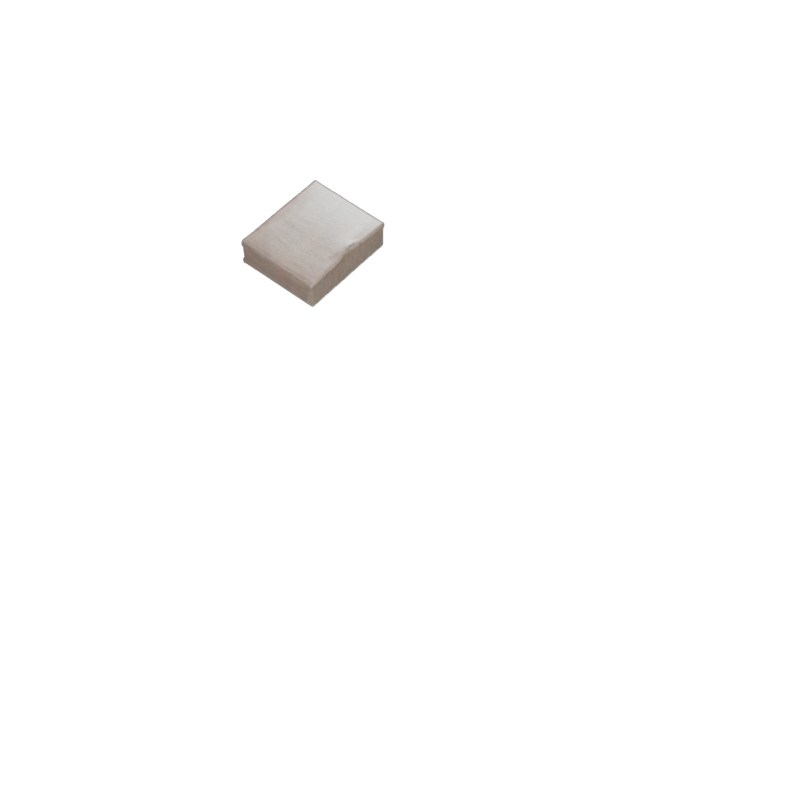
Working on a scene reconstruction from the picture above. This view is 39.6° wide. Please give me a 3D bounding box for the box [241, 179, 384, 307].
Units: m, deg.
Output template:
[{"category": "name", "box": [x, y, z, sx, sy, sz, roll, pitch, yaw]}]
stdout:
[{"category": "box", "box": [-0.068, -0.123, 0.863, 0.077, 0.028, 0.091, 33, 58, 23]}]
